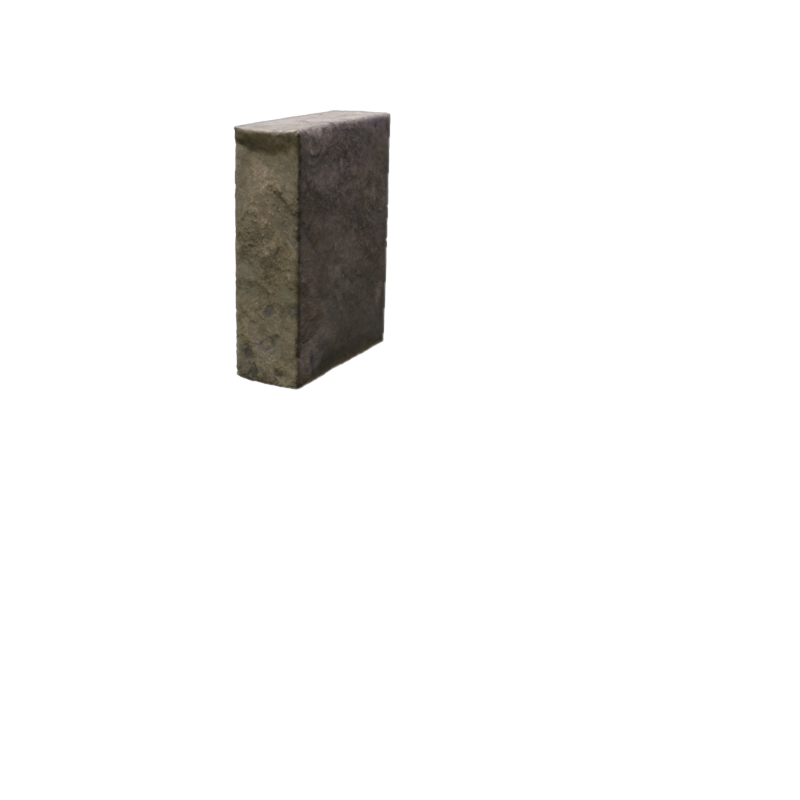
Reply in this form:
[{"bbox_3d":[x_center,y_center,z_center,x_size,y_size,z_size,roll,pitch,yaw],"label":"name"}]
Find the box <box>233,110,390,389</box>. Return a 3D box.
[{"bbox_3d":[-0.075,-0.136,0.955,0.075,0.207,0.163,7,16,25],"label":"box"}]
